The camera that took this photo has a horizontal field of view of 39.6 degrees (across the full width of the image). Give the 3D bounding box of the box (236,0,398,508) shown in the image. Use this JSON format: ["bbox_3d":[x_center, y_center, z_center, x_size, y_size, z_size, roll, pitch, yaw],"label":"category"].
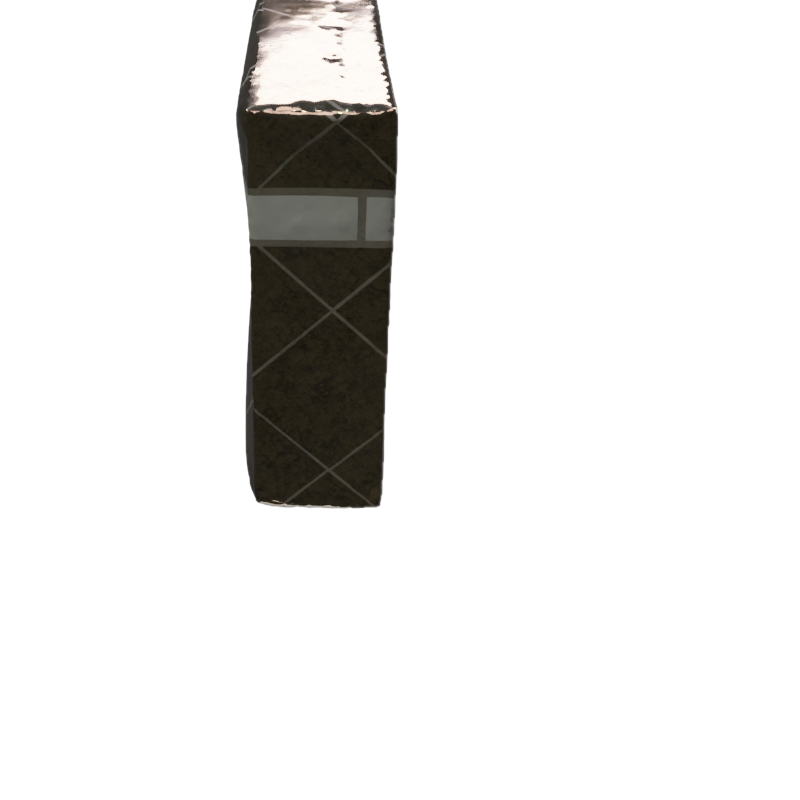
[{"bbox_3d":[-0.044,-0.080,0.561,0.071,0.201,0.175,0,33,-4],"label":"box"}]
